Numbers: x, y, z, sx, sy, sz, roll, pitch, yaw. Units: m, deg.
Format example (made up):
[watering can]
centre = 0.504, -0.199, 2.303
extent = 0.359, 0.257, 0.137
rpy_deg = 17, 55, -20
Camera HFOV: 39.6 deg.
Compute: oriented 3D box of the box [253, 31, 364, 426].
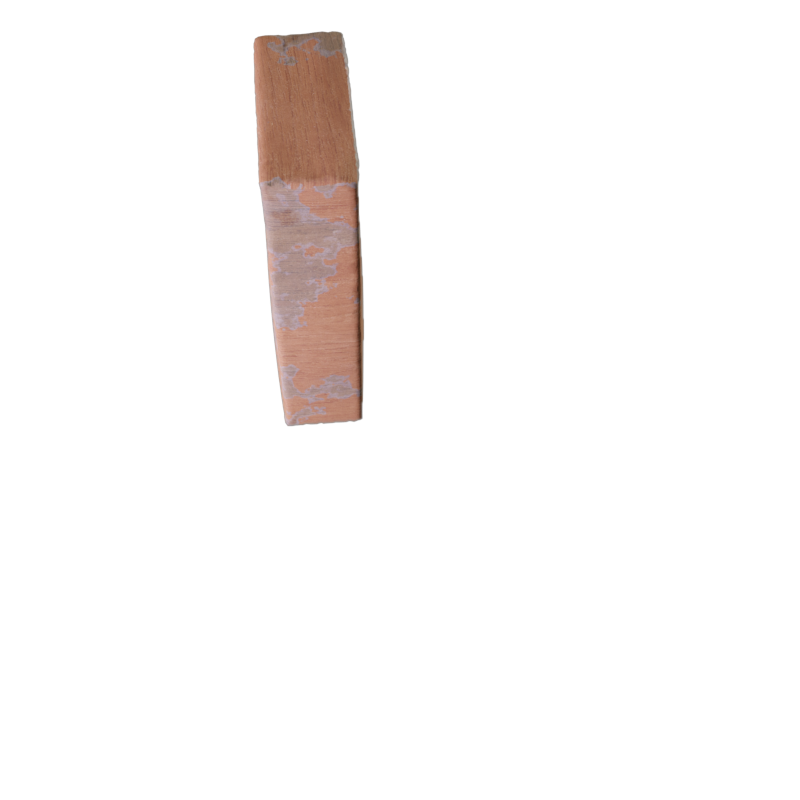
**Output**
[box]
centre = -0.040, -0.074, 0.516
extent = 0.048, 0.100, 0.165
rpy_deg = -2, -35, -6
